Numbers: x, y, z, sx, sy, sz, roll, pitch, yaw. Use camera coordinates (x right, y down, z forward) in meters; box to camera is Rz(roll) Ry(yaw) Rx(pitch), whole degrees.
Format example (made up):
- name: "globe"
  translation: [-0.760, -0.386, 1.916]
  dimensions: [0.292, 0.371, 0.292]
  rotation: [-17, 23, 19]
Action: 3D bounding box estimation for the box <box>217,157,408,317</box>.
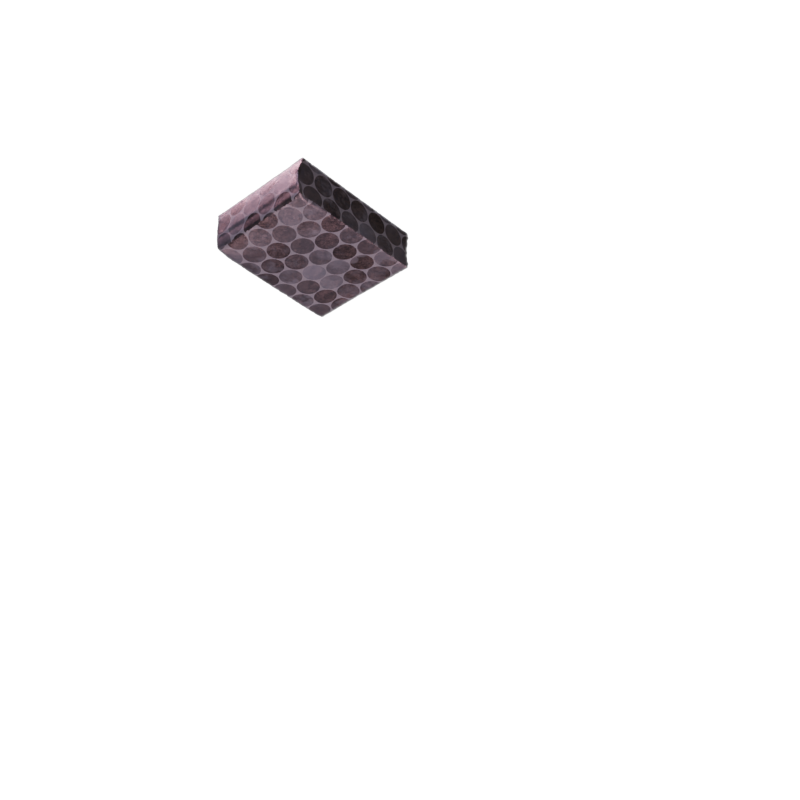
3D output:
- name: "box"
  translation: [-0.063, -0.115, 0.804]
  dimensions: [0.090, 0.042, 0.106]
  rotation: [-29, -44, 34]
